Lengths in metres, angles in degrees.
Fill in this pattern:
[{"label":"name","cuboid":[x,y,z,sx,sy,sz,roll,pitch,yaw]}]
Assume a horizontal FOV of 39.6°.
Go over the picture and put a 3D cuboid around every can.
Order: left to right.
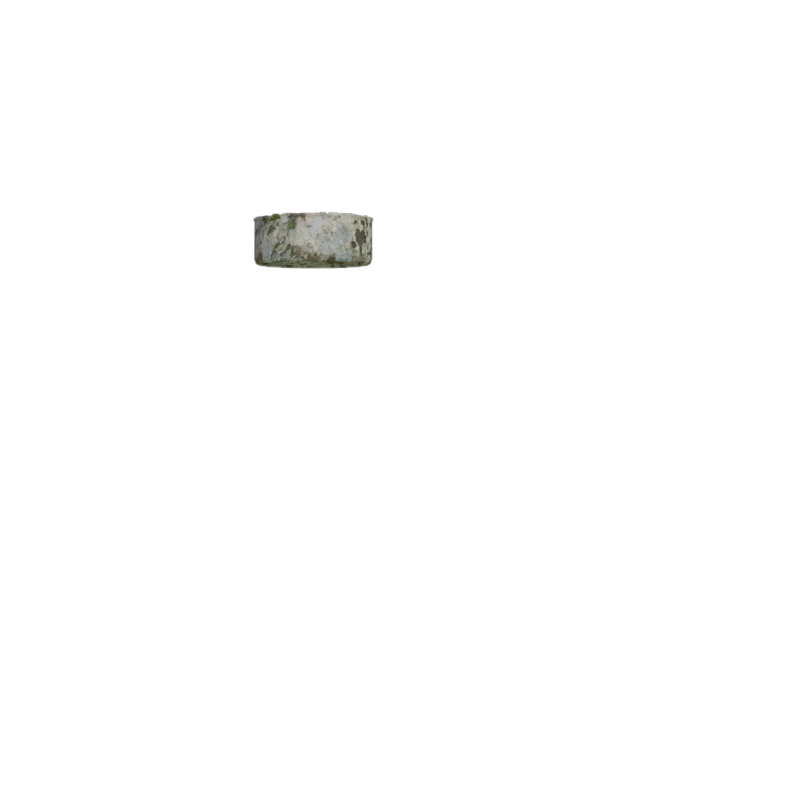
[{"label":"can","cuboid":[-0.062,-0.113,0.791,0.086,0.034,0.086,0,2,-2]}]
